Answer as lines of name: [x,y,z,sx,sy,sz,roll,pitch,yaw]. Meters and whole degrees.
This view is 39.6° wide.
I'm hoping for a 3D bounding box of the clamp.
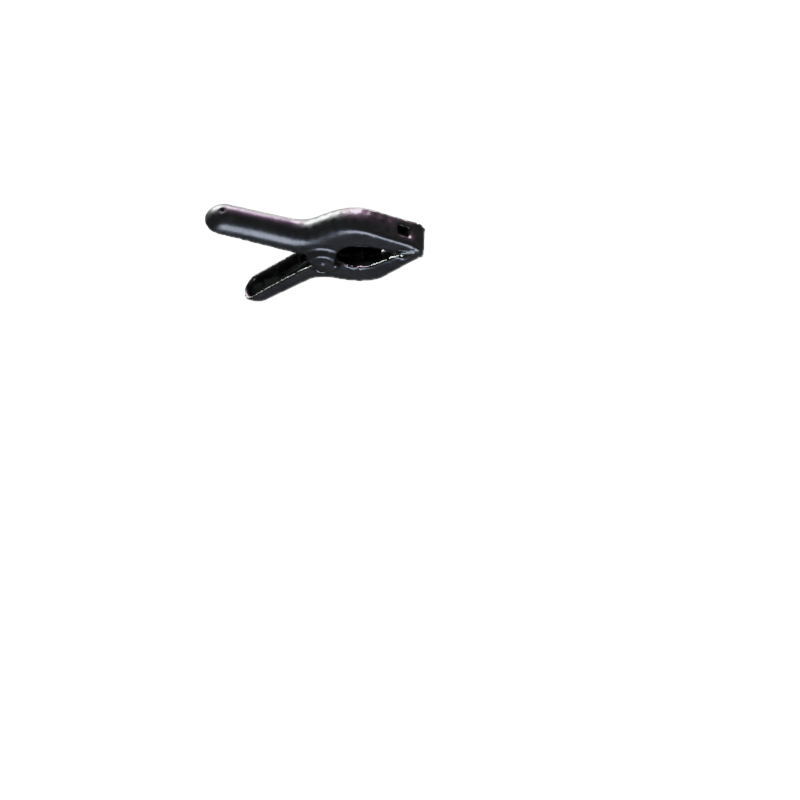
clamp: [-0.070,-0.127,0.889,0.174,0.042,0.111,-9,-26,19]
